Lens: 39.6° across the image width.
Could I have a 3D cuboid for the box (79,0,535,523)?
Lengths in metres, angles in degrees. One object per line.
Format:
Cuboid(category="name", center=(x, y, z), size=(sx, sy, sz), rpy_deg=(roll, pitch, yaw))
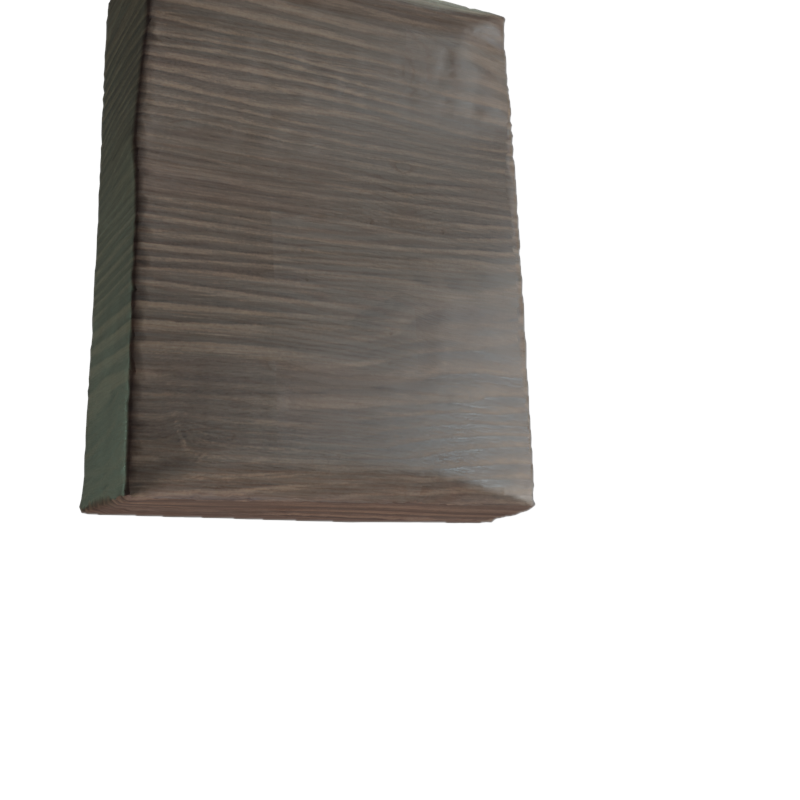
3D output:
Cuboid(category="box", center=(-0.034, -0.063, 0.440), size=(0.158, 0.222, 0.072), rpy_deg=(6, -18, -25))
